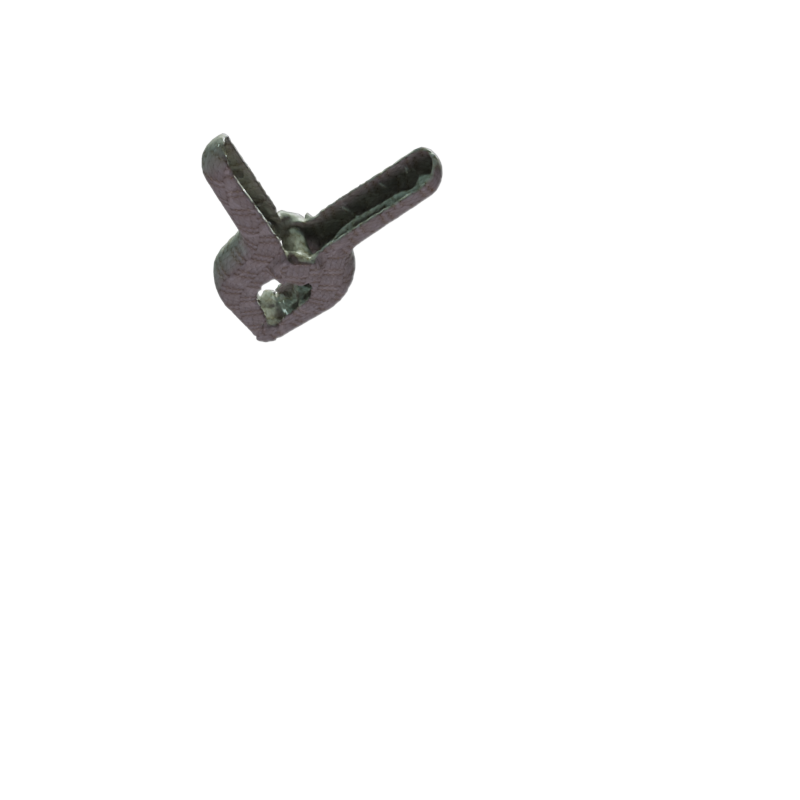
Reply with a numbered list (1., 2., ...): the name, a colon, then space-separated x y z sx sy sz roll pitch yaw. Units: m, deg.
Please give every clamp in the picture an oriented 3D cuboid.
1. clamp: -0.047 -0.085 0.598 0.119 0.042 0.163 3 -26 -7
